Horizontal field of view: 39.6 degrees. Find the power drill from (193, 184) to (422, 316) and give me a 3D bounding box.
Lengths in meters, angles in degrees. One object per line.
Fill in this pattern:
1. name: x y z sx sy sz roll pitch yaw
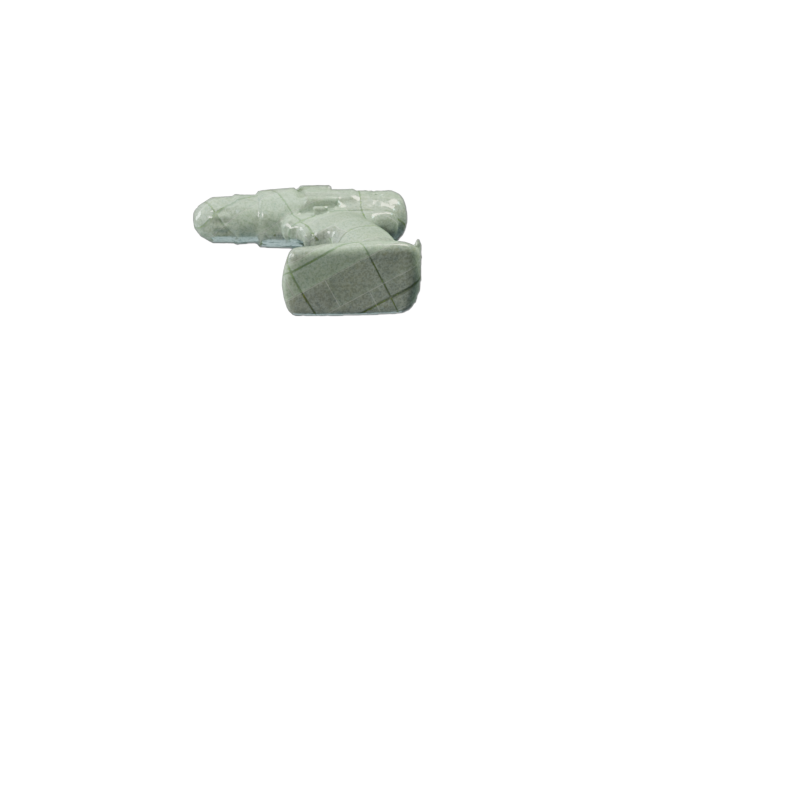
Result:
1. power drill: -0.070 -0.127 0.891 0.182 0.054 0.200 -5 27 -10
